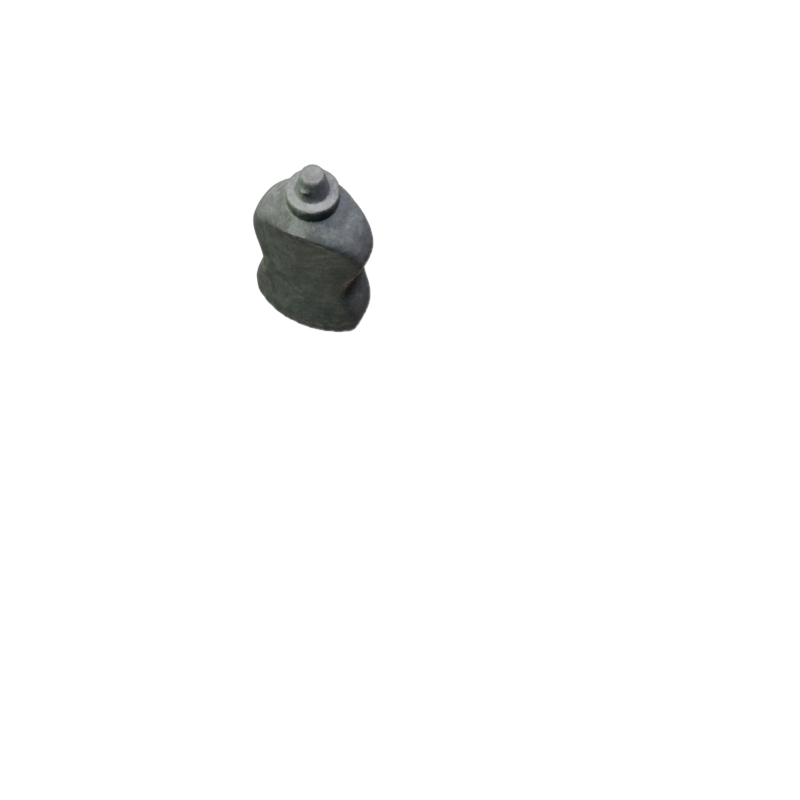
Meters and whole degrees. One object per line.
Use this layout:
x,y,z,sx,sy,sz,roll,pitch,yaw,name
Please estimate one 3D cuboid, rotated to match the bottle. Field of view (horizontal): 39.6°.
-0.069,-0.125,0.878,0.099,0.060,0.181,27,-24,9,bottle
